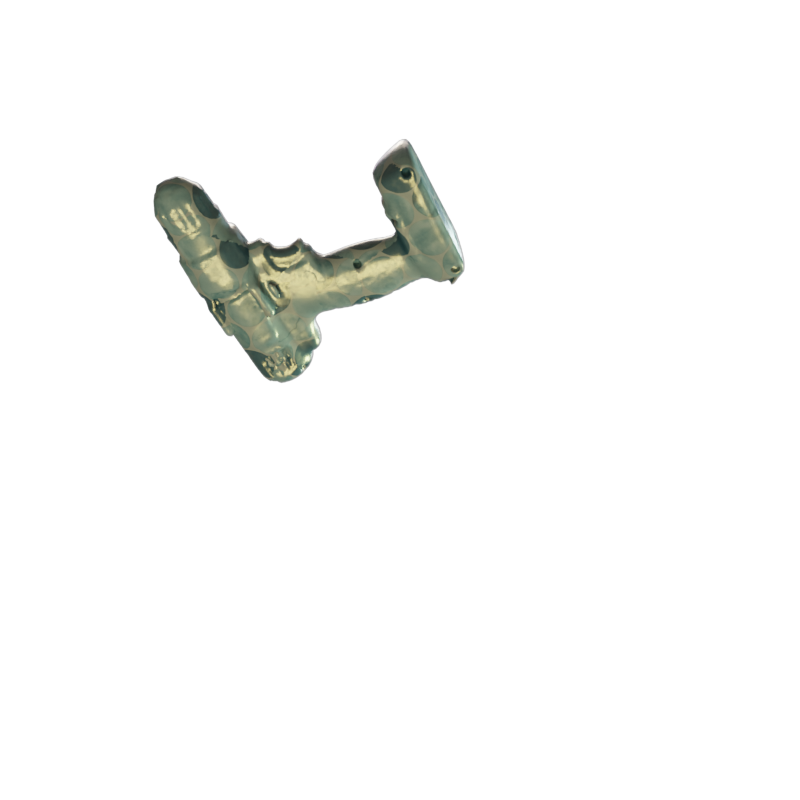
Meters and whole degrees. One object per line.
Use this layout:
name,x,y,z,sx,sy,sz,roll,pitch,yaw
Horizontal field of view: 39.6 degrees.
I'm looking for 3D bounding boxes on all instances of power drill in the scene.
power drill,-0.063,-0.114,0.800,0.188,0.172,0.061,-23,31,15
